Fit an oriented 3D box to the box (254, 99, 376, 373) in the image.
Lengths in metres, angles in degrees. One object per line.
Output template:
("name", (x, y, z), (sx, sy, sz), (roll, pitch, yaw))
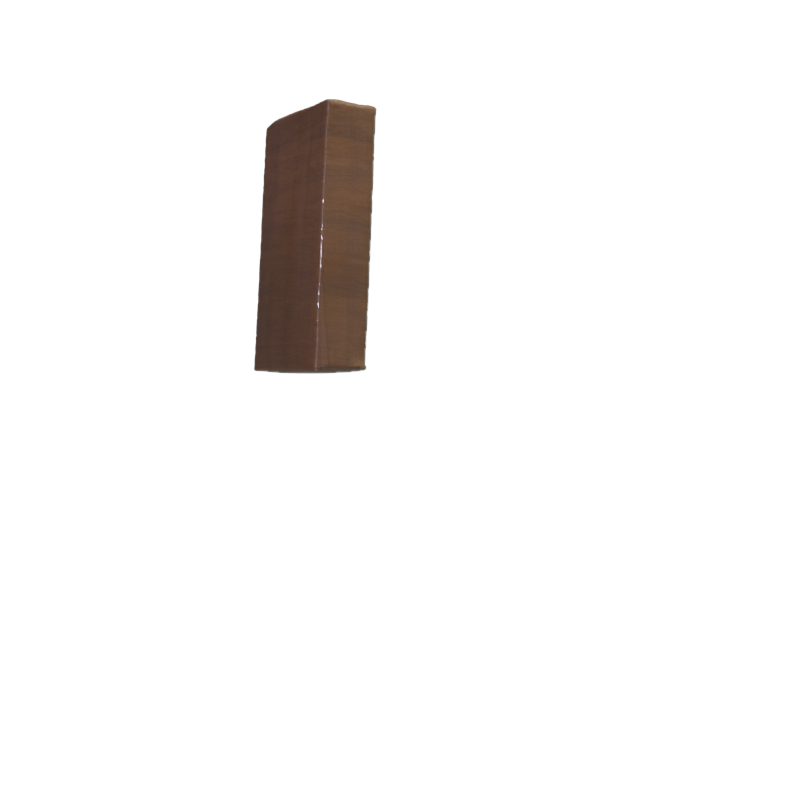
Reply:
("box", (-0.059, -0.107, 0.749), (0.046, 0.179, 0.095), (4, -7, -32))
